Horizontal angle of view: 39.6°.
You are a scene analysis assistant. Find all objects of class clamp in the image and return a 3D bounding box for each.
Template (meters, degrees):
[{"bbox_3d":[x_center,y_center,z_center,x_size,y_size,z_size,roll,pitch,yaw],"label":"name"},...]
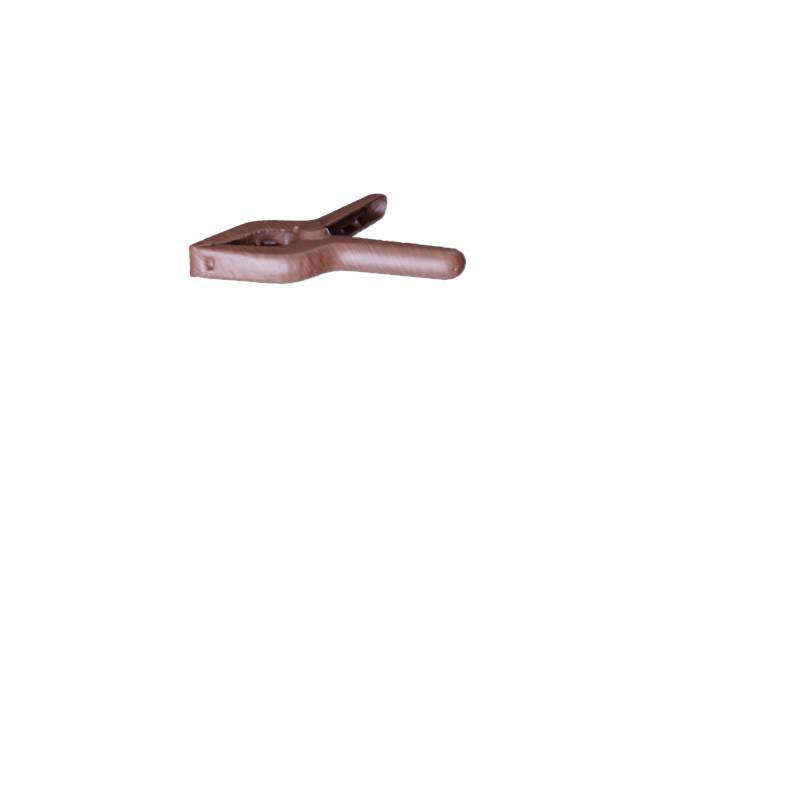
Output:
[{"bbox_3d":[-0.071,-0.130,0.912,0.207,0.035,0.176,-7,27,-14],"label":"clamp"}]
